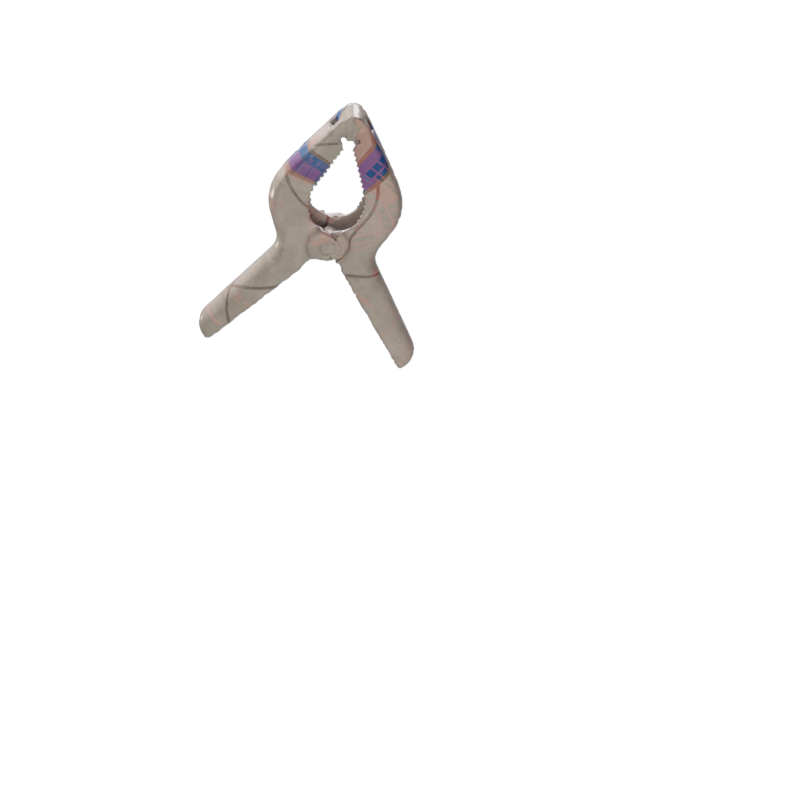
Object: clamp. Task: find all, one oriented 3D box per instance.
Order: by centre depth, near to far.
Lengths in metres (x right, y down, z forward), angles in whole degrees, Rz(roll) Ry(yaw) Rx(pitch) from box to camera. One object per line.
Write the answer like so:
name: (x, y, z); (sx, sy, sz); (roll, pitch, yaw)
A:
clamp: (-0.063, -0.115, 0.803); (0.164, 0.198, 0.039); (4, 33, -3)
